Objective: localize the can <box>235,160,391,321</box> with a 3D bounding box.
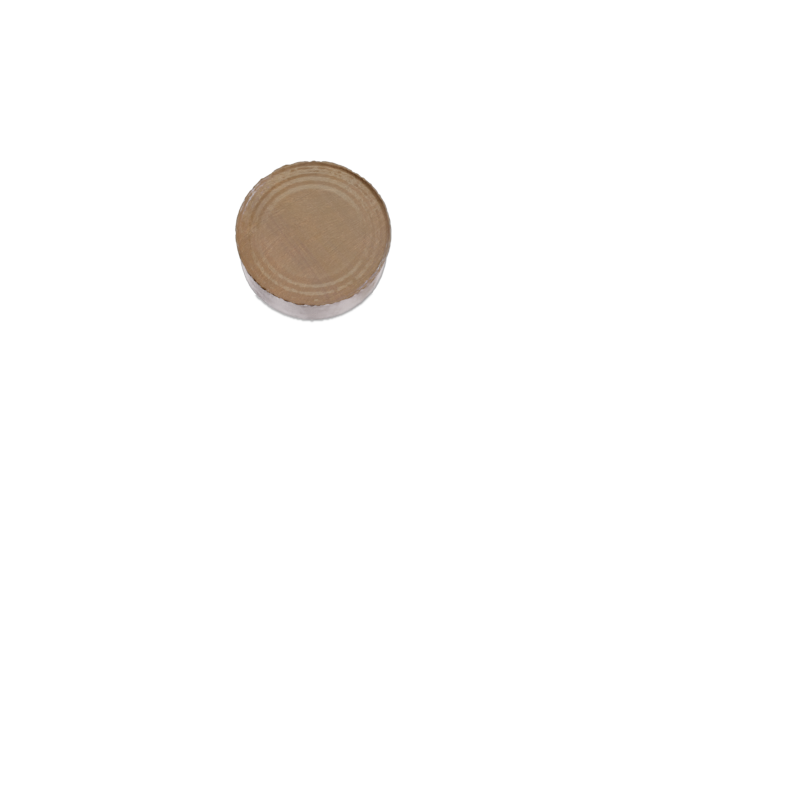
[{"bbox_3d":[-0.049,-0.089,0.622,0.086,0.090,0.032,-1,-20,-1],"label":"can"}]
